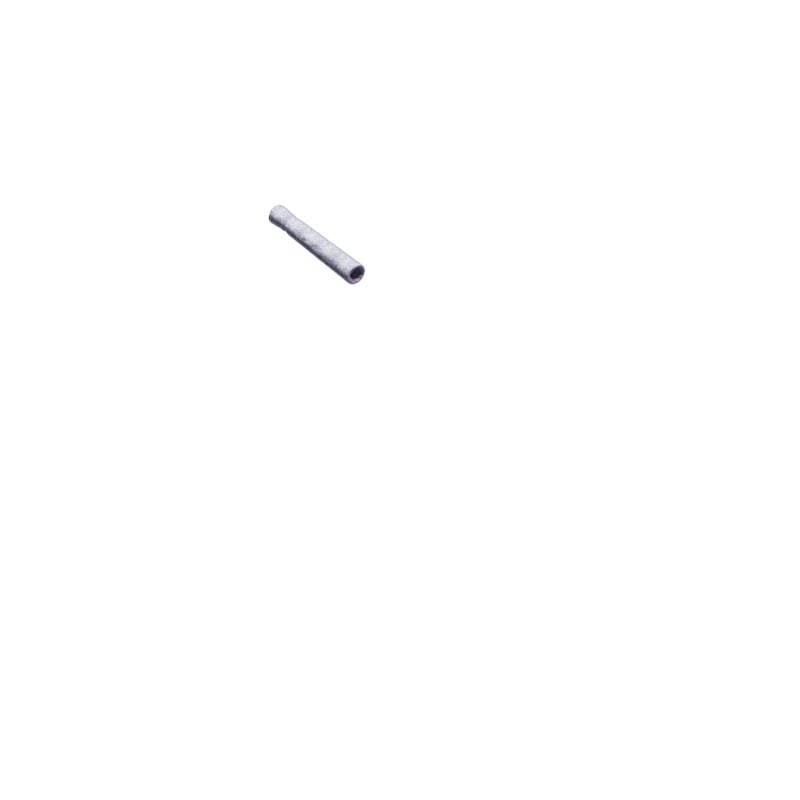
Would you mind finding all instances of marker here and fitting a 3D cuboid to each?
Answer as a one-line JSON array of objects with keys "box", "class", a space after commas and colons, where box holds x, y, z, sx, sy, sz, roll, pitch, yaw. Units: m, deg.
[{"box": [-0.074, -0.135, 0.946, 0.019, 0.019, 0.130, -3, 32, -42], "class": "marker"}]
